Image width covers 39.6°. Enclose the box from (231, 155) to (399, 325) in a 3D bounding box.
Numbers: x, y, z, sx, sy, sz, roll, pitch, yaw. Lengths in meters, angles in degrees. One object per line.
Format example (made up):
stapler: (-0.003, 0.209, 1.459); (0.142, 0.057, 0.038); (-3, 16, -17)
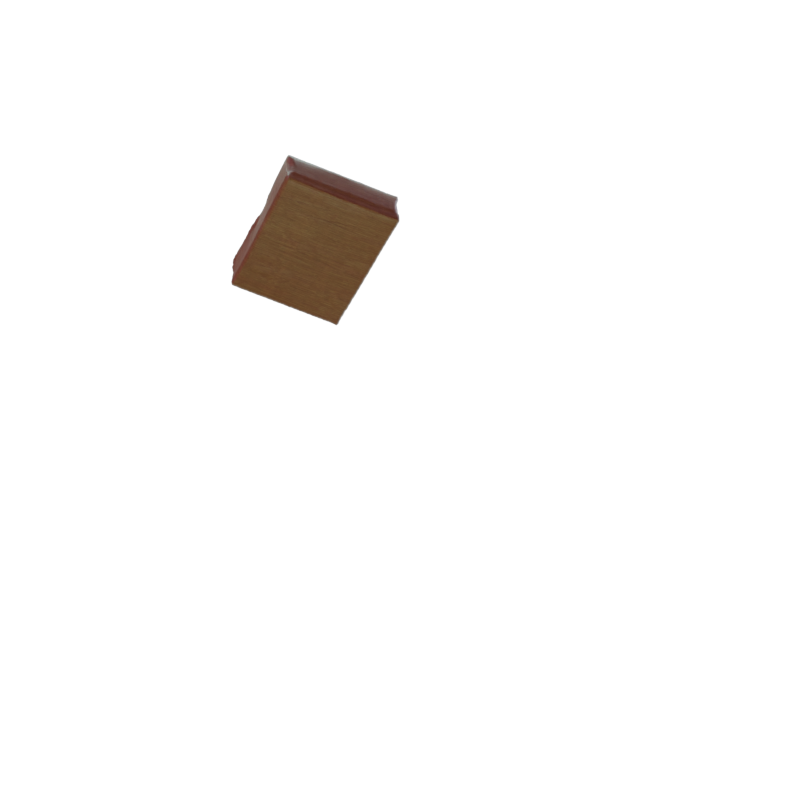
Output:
box: (-0.053, -0.096, 0.672); (0.071, 0.086, 0.032); (21, 35, -16)
